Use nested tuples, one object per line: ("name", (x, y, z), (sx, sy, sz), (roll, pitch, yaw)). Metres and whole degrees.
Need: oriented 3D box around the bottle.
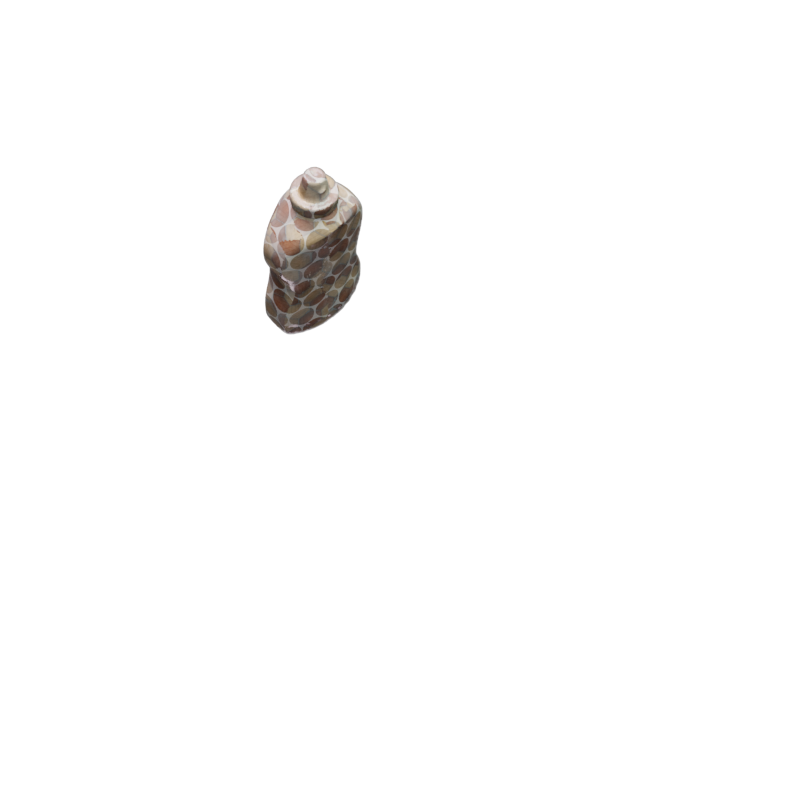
("bottle", (-0.075, -0.138, 0.968), (0.097, 0.062, 0.180), (-37, -21, -21))
